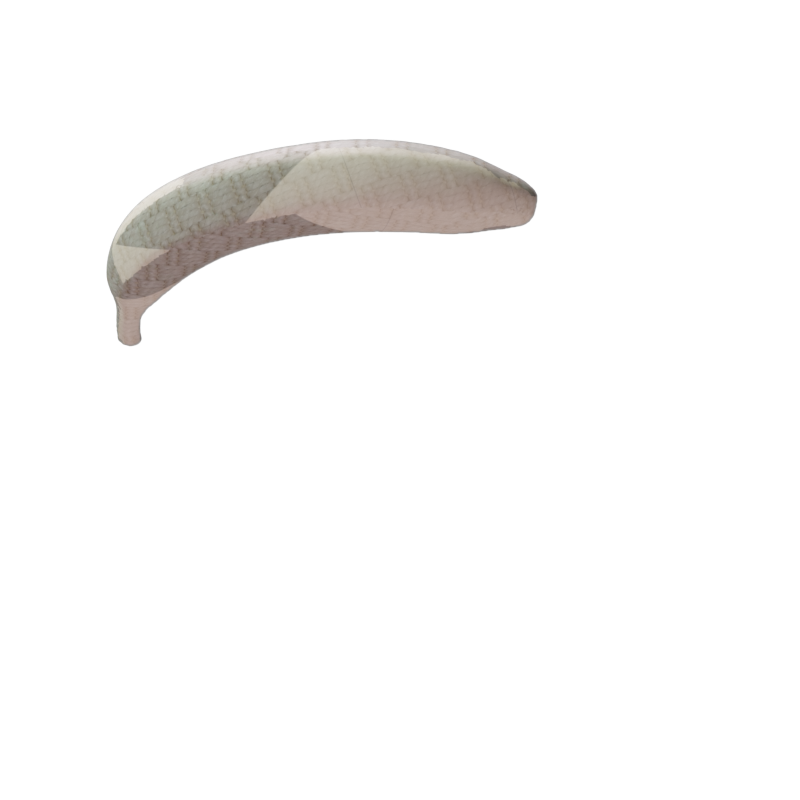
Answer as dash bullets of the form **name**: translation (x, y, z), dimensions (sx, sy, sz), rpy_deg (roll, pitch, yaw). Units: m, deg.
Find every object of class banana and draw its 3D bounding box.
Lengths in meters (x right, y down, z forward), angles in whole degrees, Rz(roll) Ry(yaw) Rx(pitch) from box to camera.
- **banana**: translation (-0.047, -0.075, 0.458), dimensions (0.200, 0.039, 0.064), rpy_deg (-13, -36, 19)
